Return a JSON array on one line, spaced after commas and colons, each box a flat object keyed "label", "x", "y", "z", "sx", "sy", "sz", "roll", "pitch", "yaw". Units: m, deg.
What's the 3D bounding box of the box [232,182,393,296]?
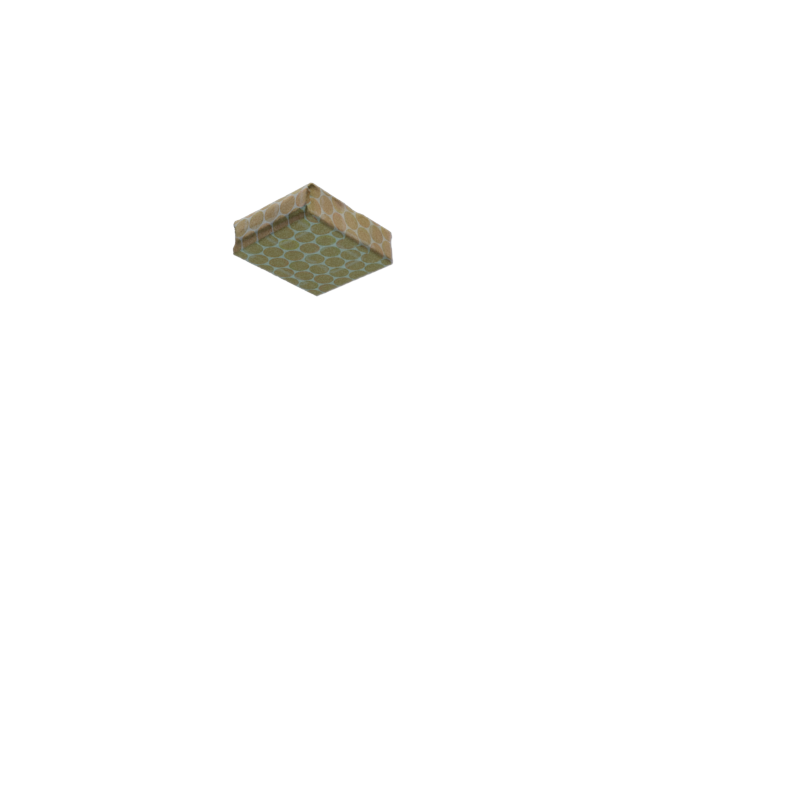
[{"label": "box", "x": -0.060, "y": -0.110, "z": 0.770, "sx": 0.074, "sy": 0.032, "sz": 0.083, "roll": -21, "pitch": -33, "yaw": 36}]
